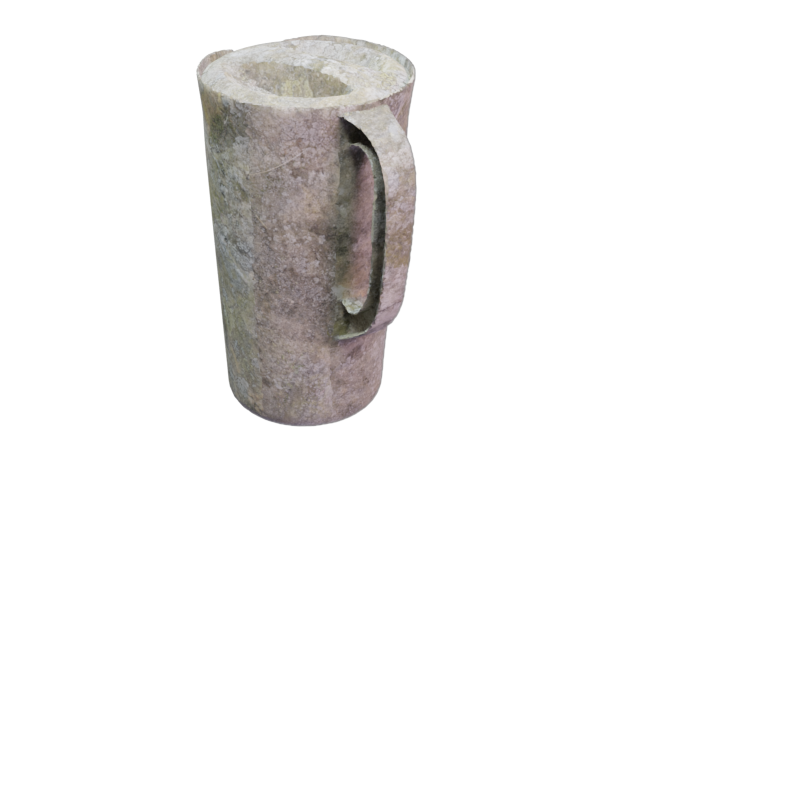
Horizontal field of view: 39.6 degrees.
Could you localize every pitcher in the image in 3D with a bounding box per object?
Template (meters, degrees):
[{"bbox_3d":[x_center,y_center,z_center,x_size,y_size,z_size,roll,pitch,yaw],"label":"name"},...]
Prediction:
[{"bbox_3d":[-0.056,-0.102,0.717,0.147,0.229,0.156,7,31,8],"label":"pitcher"}]
